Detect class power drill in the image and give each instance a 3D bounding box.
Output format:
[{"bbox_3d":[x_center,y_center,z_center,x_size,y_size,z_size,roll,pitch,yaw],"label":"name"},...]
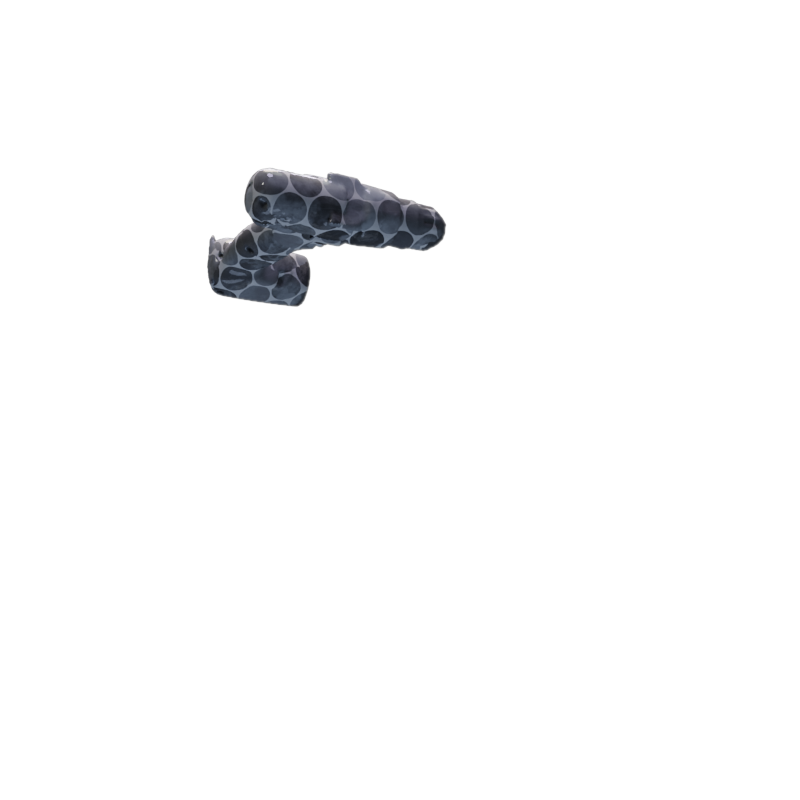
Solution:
[{"bbox_3d":[-0.078,-0.141,0.990,0.177,0.060,0.186,11,-23,-27],"label":"power drill"}]
